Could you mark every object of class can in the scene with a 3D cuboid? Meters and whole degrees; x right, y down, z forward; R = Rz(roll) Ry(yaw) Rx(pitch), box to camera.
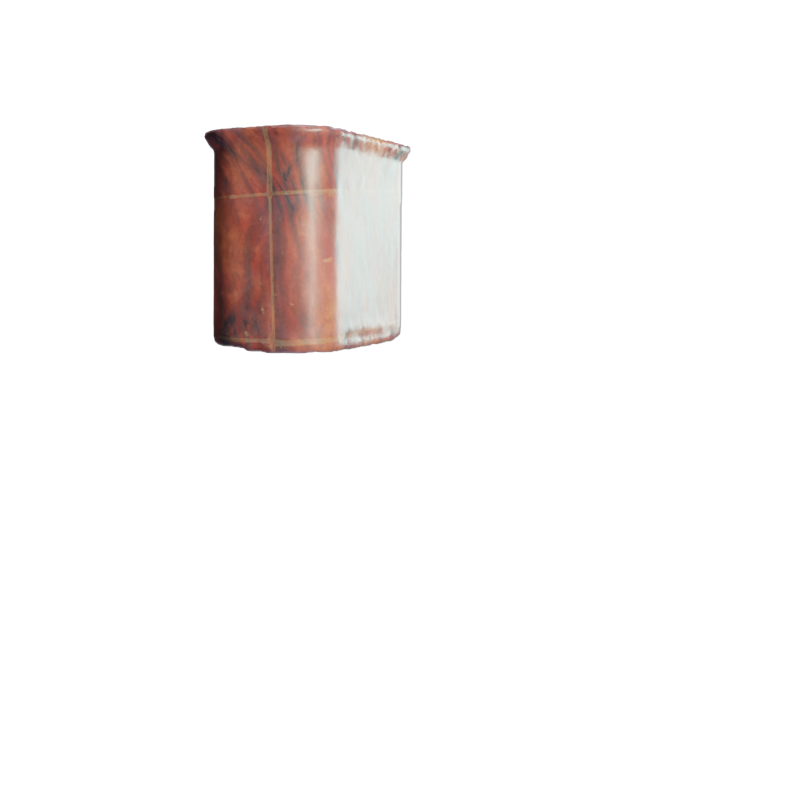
[{"bbox_3d":[-0.035,-0.065,0.453,0.059,0.084,0.099,1,4,23],"label":"can"}]
